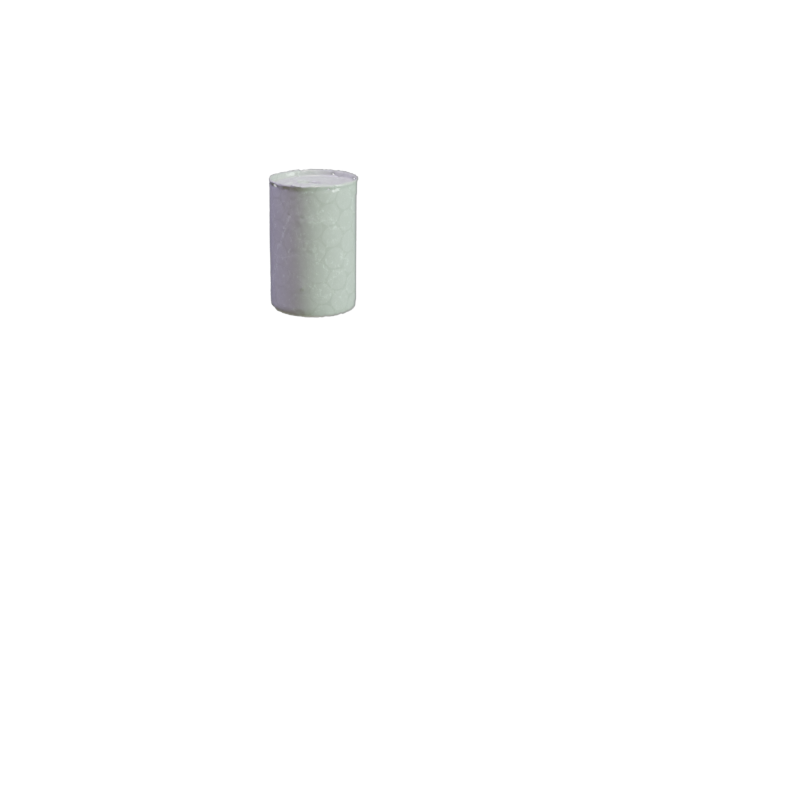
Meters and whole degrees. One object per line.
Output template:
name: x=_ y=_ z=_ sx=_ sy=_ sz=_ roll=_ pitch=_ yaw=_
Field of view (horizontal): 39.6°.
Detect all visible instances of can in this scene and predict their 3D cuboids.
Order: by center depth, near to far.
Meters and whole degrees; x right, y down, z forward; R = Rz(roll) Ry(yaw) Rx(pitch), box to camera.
can: x=-0.067 y=-0.122 z=0.853 sx=0.068 sy=0.099 sz=0.071 roll=0 pitch=17 yaw=-2
